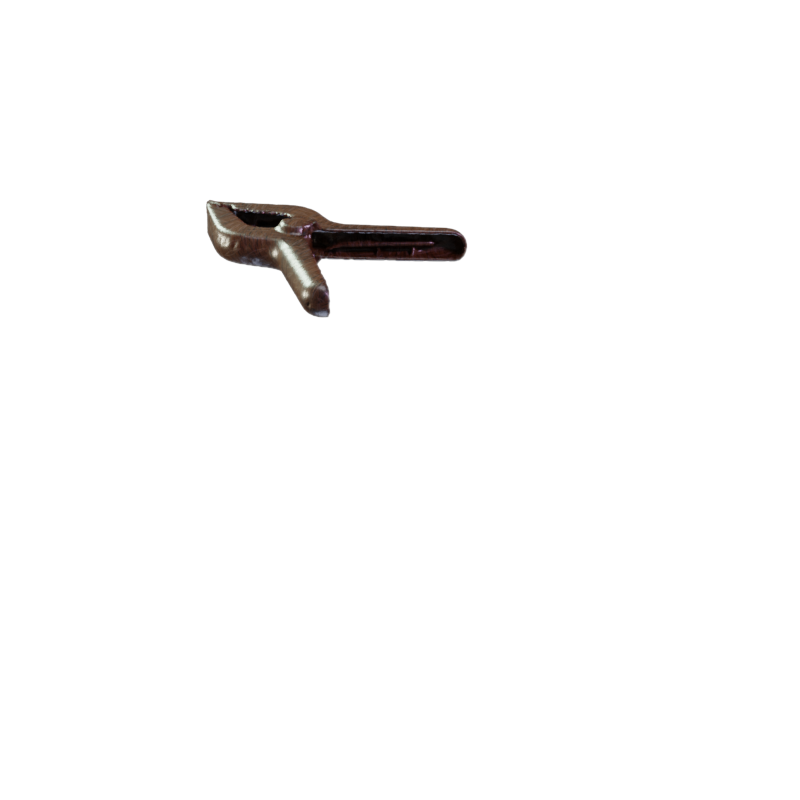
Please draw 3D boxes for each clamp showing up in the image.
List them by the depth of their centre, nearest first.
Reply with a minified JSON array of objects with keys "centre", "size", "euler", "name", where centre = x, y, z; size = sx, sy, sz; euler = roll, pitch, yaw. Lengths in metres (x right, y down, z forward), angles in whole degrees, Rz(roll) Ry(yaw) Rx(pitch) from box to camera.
[{"centre":[-0.066,-0.121,0.848],"size":[0.162,0.035,0.224],"euler":[-21,32,-37],"name":"clamp"}]
